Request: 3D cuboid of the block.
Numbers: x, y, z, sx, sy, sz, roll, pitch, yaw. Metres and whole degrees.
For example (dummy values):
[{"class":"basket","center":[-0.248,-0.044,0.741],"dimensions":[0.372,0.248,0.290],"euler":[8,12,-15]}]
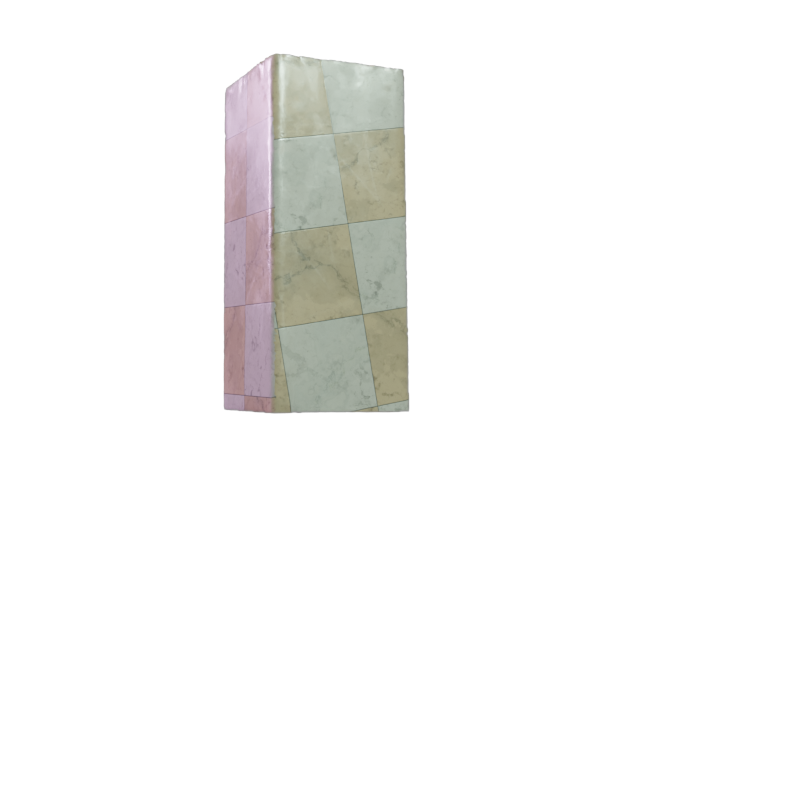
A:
[{"class":"block","center":[-0.054,-0.098,0.684],"dimensions":[0.087,0.210,0.092],"euler":[2,-6,-25]}]
